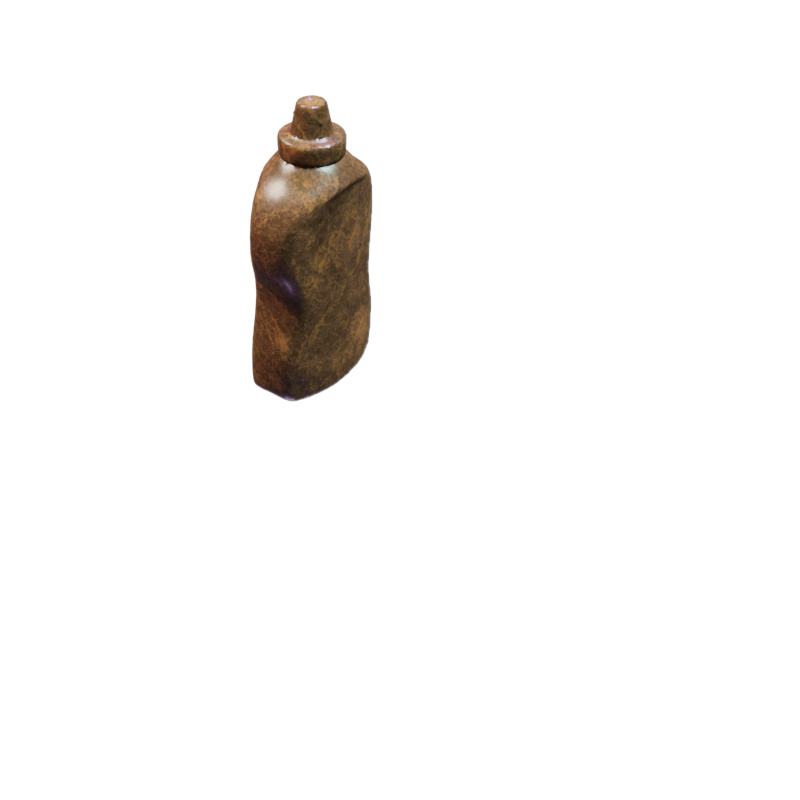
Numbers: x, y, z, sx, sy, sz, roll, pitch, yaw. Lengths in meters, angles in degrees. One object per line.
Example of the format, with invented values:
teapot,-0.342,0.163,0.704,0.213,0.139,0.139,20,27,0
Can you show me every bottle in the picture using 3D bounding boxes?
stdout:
bottle,-0.054,-0.099,0.691,0.062,0.179,0.097,23,41,27
